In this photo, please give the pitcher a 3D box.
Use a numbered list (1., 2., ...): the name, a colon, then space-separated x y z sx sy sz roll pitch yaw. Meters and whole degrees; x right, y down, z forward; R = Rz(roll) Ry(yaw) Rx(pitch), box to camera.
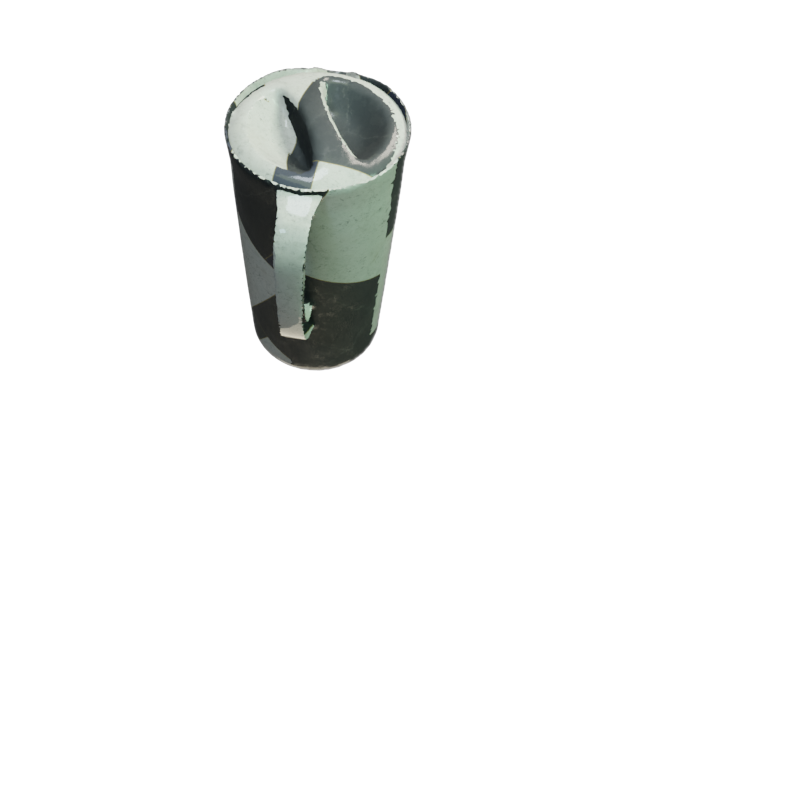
1. pitcher: -0.068 -0.124 0.867 0.149 0.155 0.227 -30 -31 -23
